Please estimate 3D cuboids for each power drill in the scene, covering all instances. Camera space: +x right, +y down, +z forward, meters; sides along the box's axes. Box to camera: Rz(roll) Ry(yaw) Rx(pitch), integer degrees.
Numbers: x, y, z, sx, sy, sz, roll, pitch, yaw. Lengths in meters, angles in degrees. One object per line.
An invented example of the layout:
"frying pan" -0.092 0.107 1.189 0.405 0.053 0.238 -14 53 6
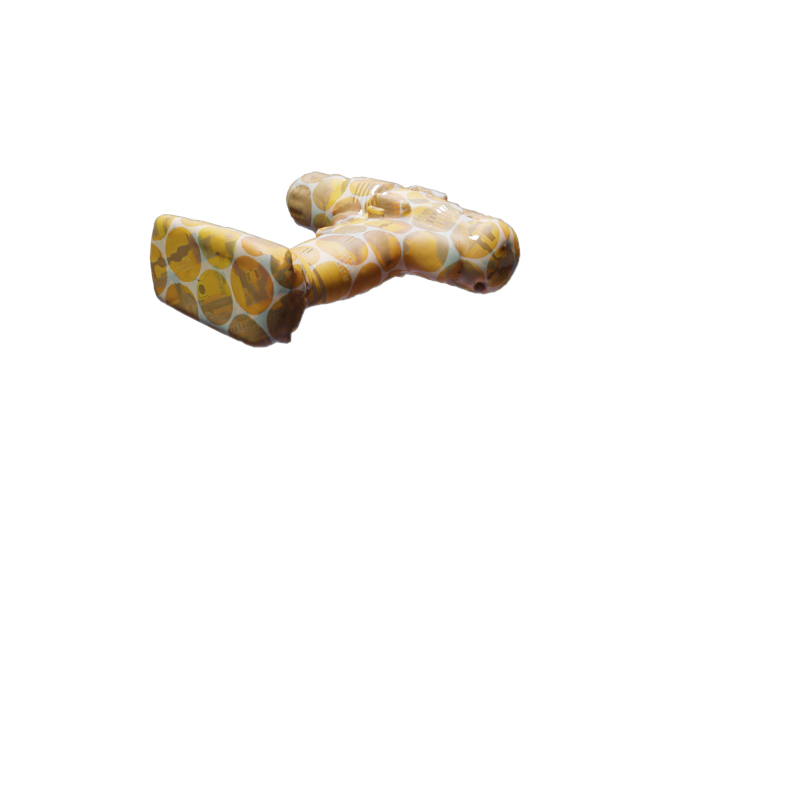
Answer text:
"power drill" -0.052 -0.094 0.659 0.185 0.055 0.196 -21 31 -40
